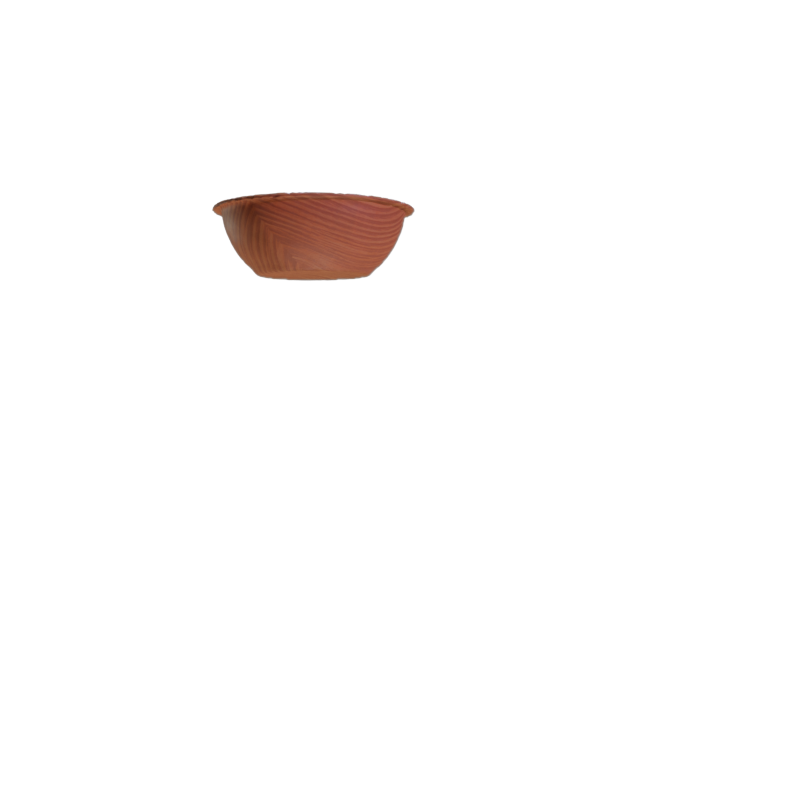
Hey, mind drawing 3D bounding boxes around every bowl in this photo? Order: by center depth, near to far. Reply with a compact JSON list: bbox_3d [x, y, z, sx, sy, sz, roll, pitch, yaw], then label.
[{"bbox_3d":[-0.069,-0.127,0.886,0.162,0.056,0.161,0,0,-2],"label":"bowl"}]
